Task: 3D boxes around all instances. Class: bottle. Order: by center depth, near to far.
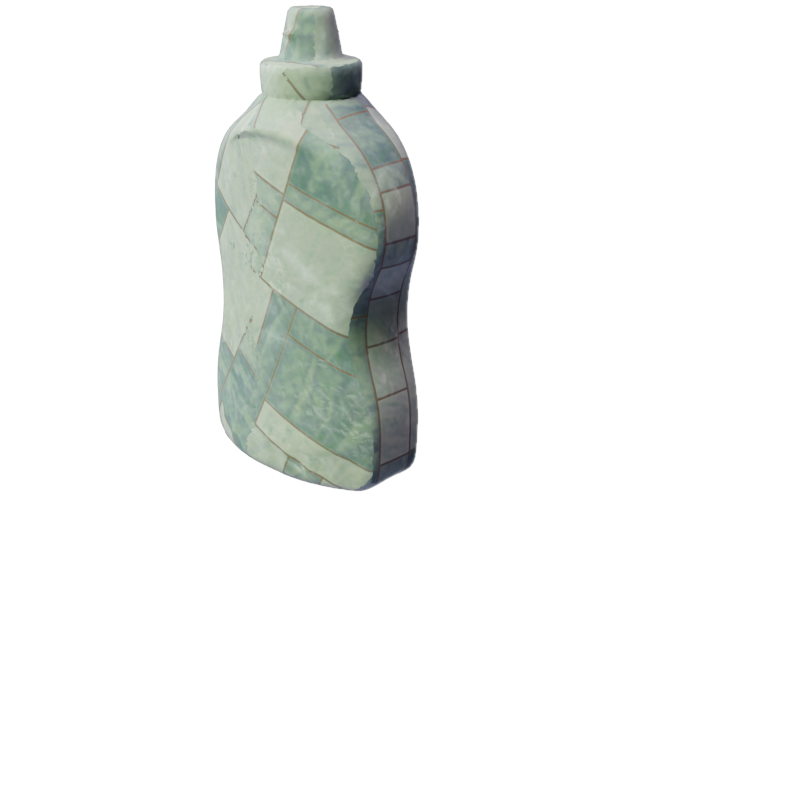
[{"bbox_3d":[-0.036,-0.066,0.460,0.102,0.184,0.057,18,24,42],"label":"bottle"}]
